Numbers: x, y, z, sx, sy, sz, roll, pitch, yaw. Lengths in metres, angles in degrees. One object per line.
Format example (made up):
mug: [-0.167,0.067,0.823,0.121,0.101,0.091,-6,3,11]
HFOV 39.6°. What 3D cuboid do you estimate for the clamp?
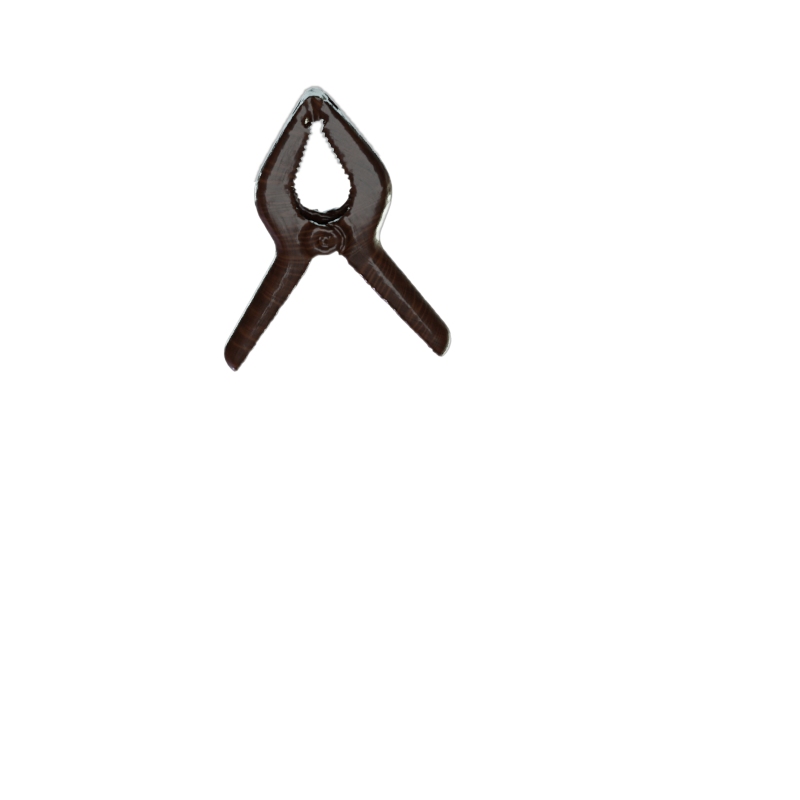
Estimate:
clamp: [-0.061,-0.111,0.777,0.165,0.199,0.038,-10,22,4]
